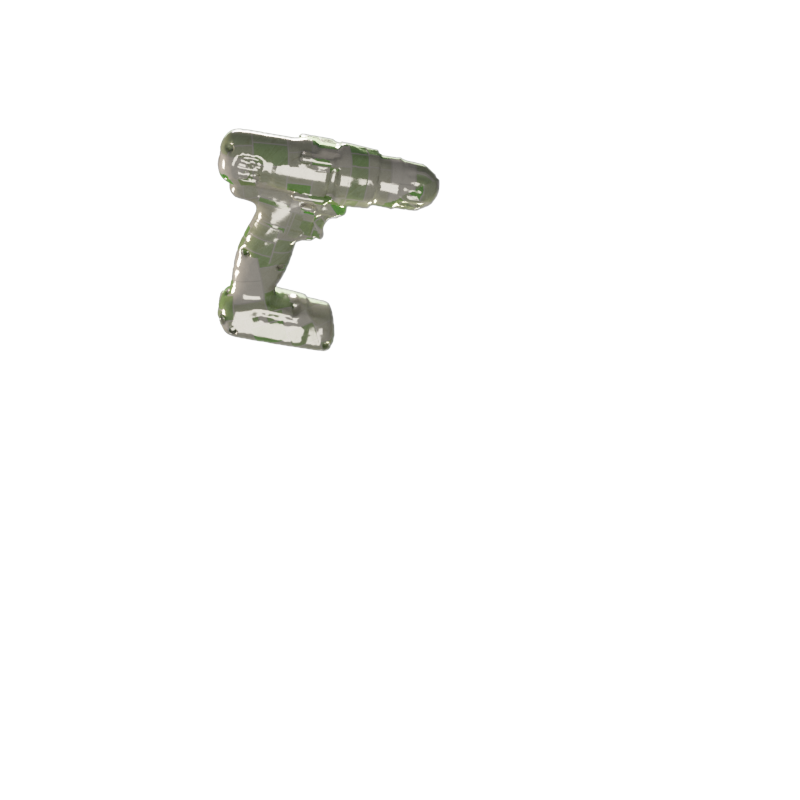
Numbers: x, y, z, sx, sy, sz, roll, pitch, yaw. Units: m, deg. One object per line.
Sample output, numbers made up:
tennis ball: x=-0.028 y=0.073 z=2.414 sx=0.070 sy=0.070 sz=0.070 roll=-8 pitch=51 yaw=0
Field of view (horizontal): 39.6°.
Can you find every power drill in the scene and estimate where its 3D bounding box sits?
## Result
power drill: x=-0.074 y=-0.135 z=0.946 sx=0.182 sy=0.179 sz=0.061 roll=11 pitch=28 yaw=-7
